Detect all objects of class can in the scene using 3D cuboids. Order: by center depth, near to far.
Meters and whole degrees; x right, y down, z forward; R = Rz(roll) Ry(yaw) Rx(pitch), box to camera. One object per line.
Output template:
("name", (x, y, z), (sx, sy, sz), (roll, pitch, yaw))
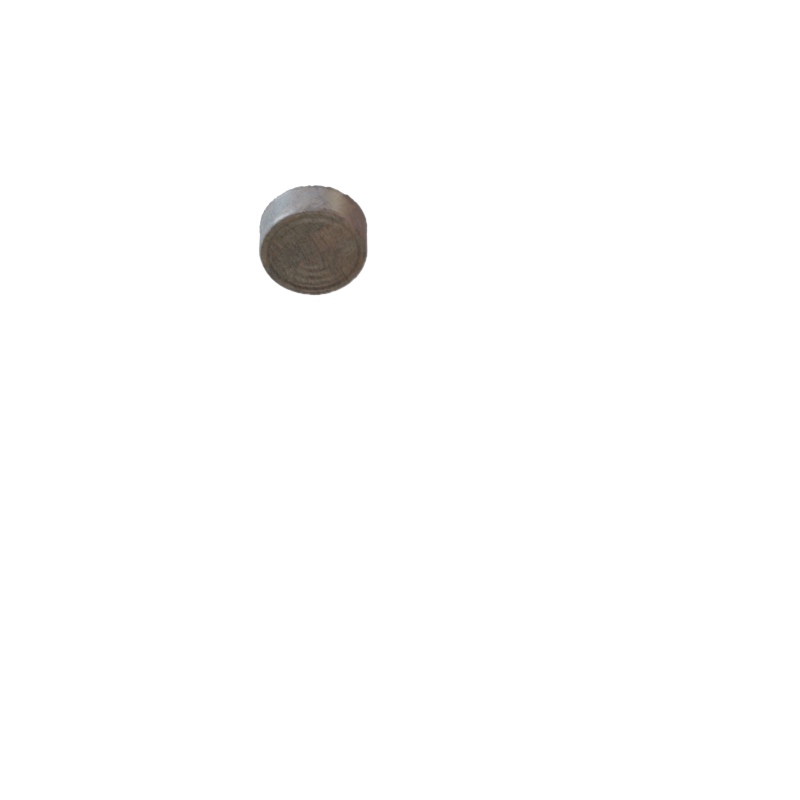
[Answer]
("can", (-0.068, -0.124, 0.869), (0.086, 0.080, 0.036), (1, 41, -1))
